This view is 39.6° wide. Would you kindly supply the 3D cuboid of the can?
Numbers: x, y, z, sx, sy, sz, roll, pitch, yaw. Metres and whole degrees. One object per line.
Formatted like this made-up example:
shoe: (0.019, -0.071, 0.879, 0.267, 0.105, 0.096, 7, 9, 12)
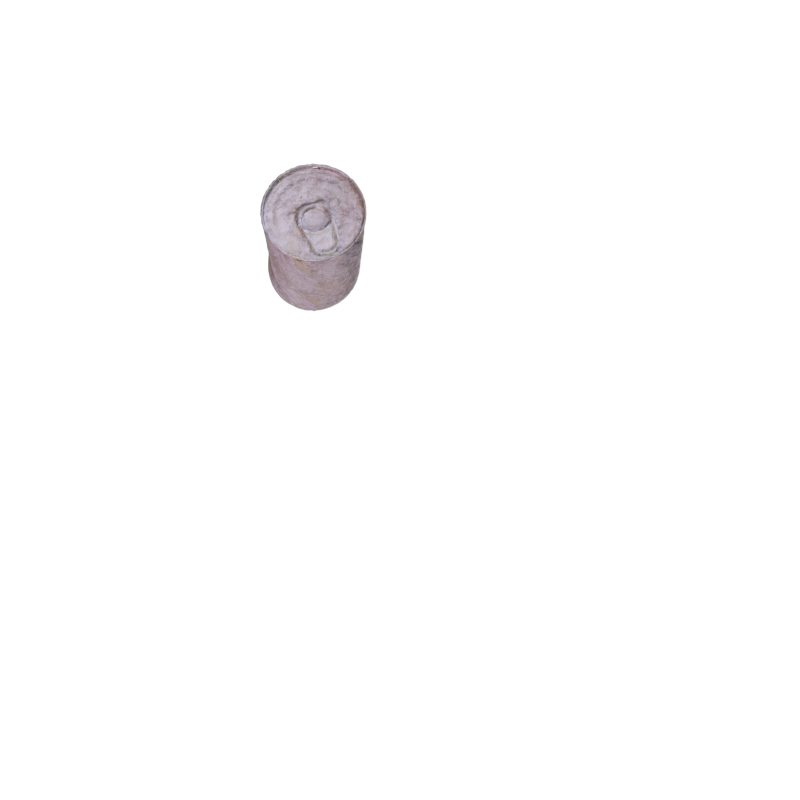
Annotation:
can: (-0.059, -0.108, 0.753, 0.068, 0.072, 0.098, 0, -18, -3)
